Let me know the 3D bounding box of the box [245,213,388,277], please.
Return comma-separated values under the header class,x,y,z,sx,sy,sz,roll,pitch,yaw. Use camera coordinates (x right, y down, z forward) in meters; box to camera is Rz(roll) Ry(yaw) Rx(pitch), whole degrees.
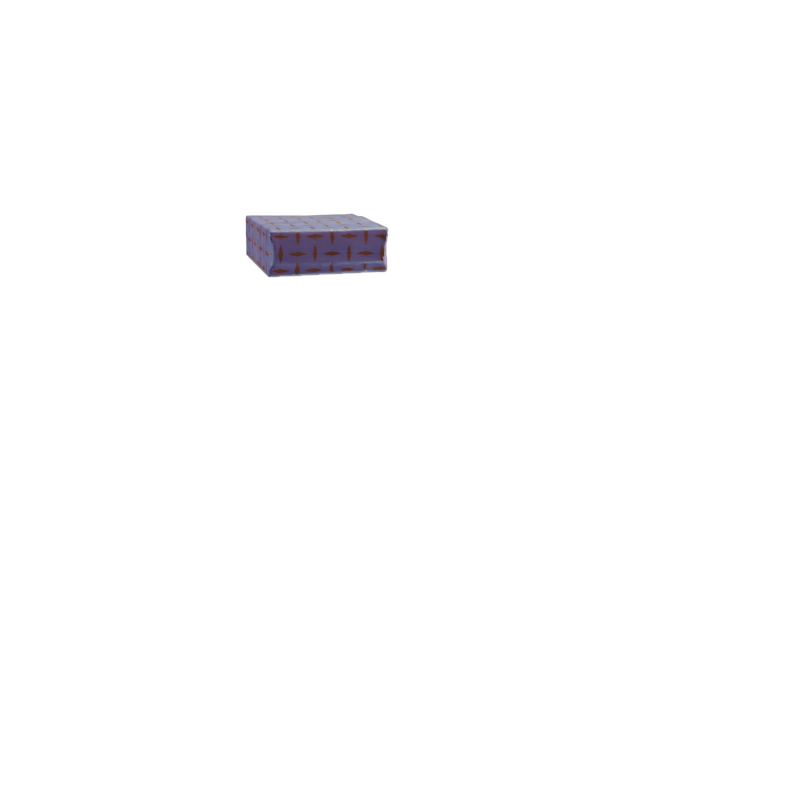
class,x,y,z,sx,sy,sz,roll,pitch,yaw
box,-0.054,-0.098,0.688,0.072,0.029,0.093,-3,15,-14
